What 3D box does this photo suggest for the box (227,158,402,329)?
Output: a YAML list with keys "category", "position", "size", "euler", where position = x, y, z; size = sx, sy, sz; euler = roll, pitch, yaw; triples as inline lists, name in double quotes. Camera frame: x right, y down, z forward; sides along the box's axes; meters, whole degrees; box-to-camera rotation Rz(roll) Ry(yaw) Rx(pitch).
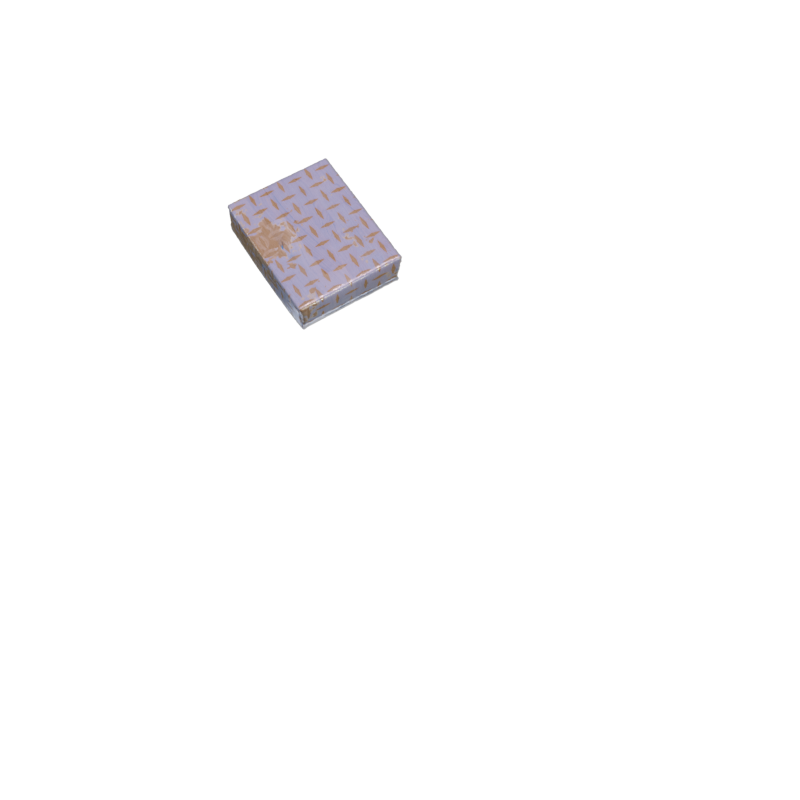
- category: "box"
  position: [-0.067, -0.121, 0.849]
  size: [0.090, 0.121, 0.037]
  euler: [-29, -25, -15]
